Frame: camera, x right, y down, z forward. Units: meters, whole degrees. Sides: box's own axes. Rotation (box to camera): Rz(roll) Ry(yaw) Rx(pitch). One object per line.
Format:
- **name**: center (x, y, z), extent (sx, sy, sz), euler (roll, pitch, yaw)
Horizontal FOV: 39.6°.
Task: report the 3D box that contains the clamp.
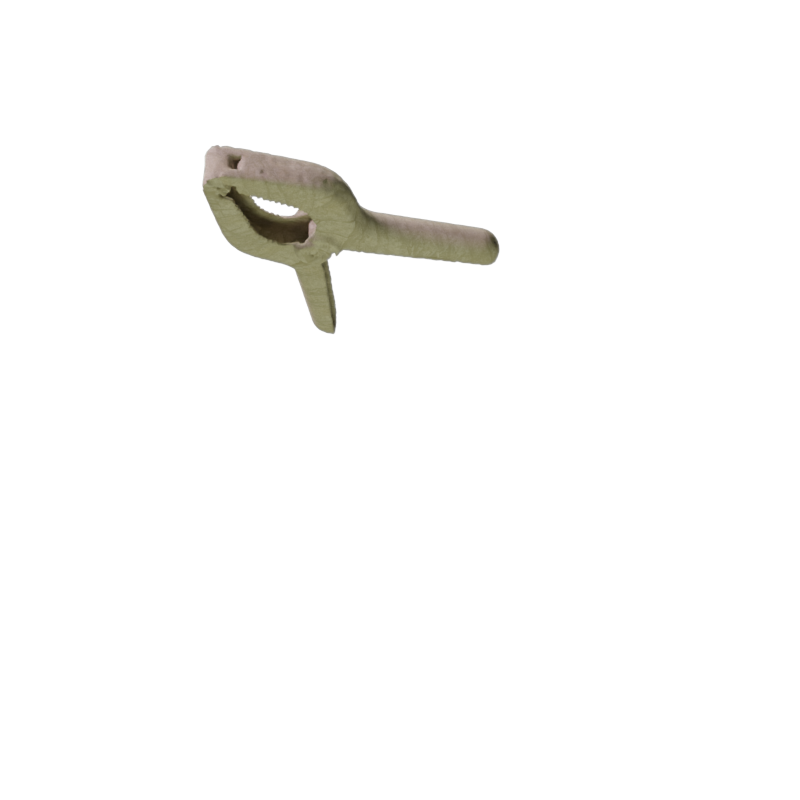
- **clamp**: center (-0.060, -0.109, 0.761), extent (0.198, 0.039, 0.164), euler (23, -36, -35)
